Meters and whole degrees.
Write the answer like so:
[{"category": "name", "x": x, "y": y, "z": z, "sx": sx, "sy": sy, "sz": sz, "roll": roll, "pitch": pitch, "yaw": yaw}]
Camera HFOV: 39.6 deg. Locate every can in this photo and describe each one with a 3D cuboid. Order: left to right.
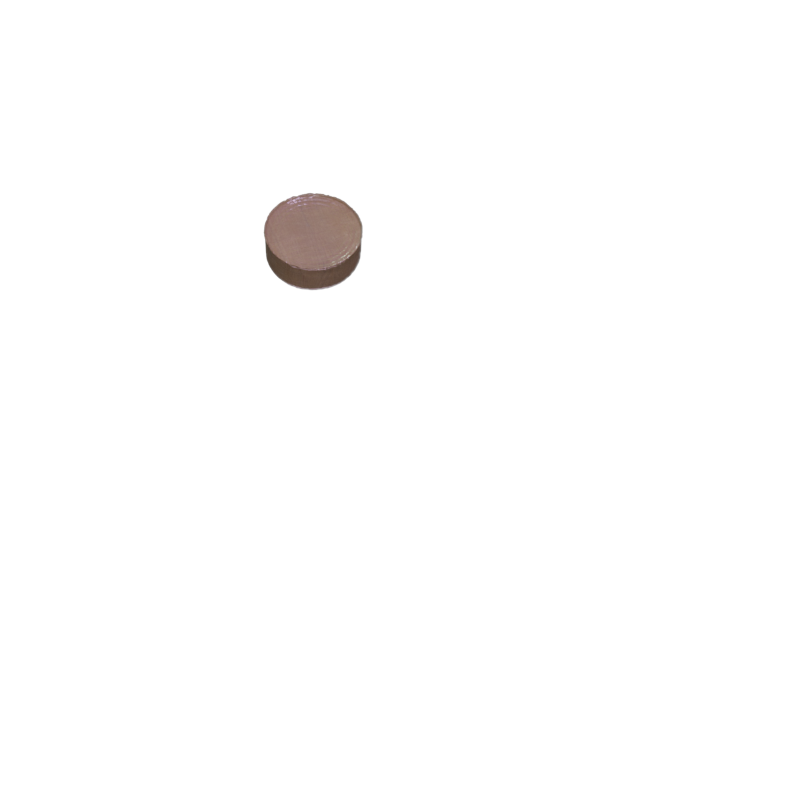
[{"category": "can", "x": -0.076, "y": -0.139, "z": 0.971, "sx": 0.086, "sy": 0.092, "sz": 0.031, "roll": -1, "pitch": -36, "yaw": -1}]
